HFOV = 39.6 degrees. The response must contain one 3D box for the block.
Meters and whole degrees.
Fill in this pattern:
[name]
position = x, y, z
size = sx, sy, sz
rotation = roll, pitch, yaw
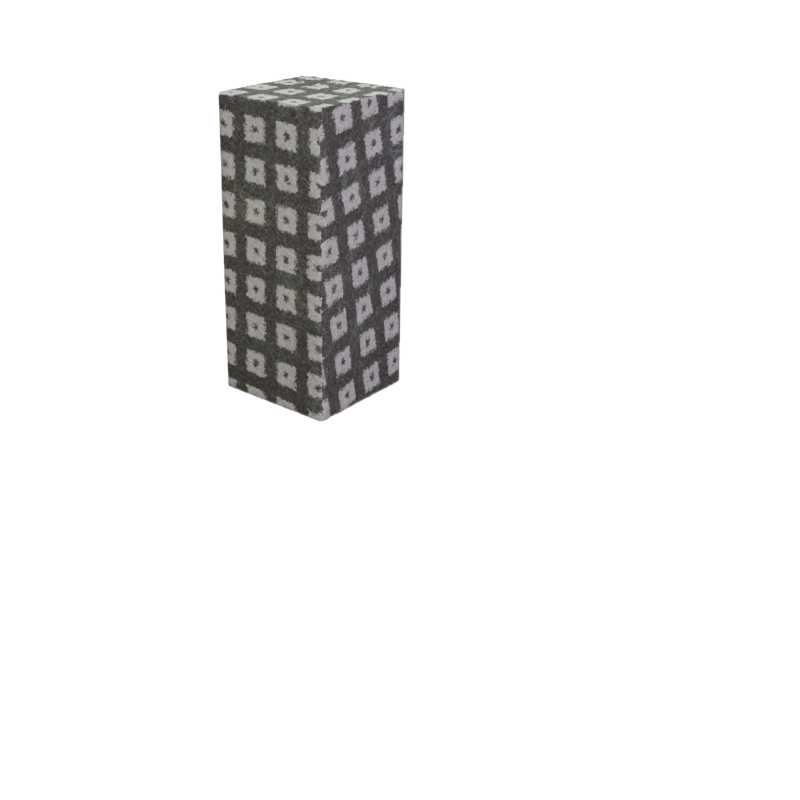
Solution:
[block]
position = -0.059, -0.106, 0.745
size = 0.096, 0.197, 0.089
rotation = 16, 24, 35
